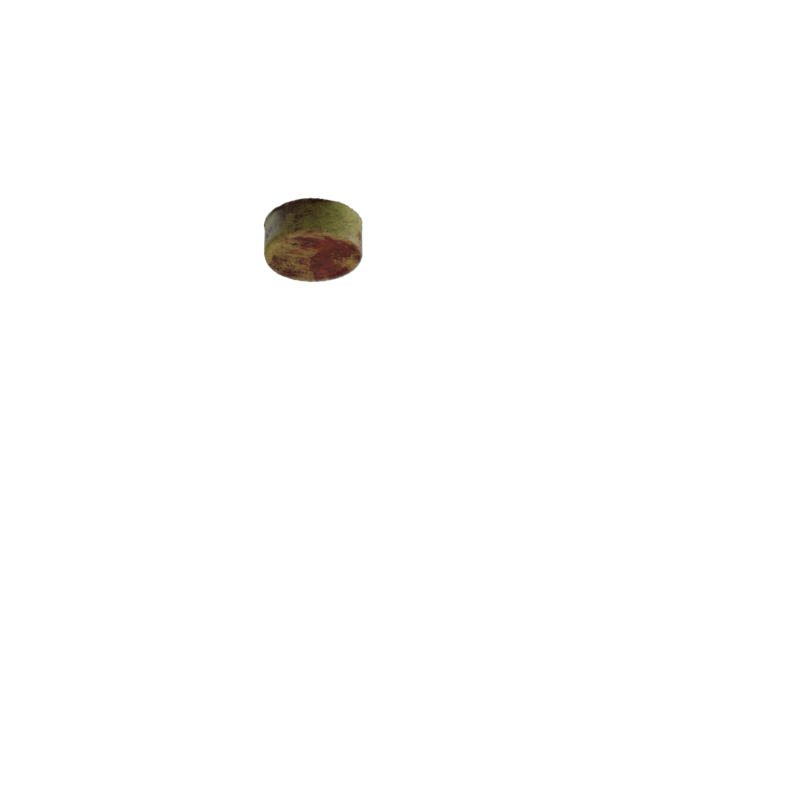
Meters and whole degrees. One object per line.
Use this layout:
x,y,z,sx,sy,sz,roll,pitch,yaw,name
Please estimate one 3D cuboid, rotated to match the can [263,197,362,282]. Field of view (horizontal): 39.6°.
-0.074,-0.136,0.951,0.086,0.036,0.081,1,-27,-2,can
